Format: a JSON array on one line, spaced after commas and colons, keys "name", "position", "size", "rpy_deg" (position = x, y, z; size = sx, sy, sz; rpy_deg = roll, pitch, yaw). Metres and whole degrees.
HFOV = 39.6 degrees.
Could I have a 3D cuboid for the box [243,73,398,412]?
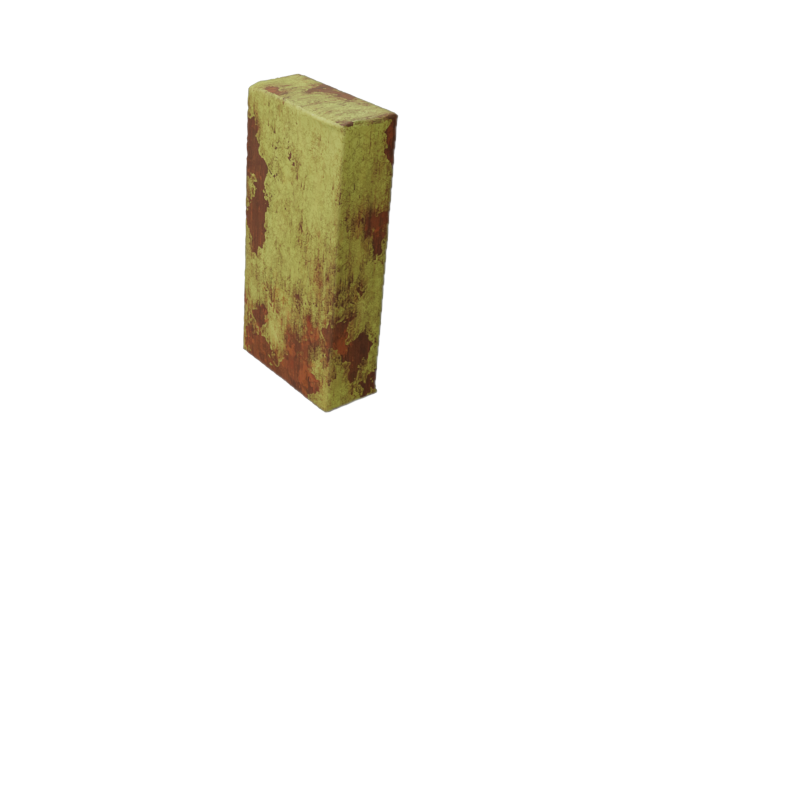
[{"name": "box", "position": [-0.051, -0.092, 0.645], "size": [0.047, 0.167, 0.100], "rpy_deg": [-18, 34, -34]}]
